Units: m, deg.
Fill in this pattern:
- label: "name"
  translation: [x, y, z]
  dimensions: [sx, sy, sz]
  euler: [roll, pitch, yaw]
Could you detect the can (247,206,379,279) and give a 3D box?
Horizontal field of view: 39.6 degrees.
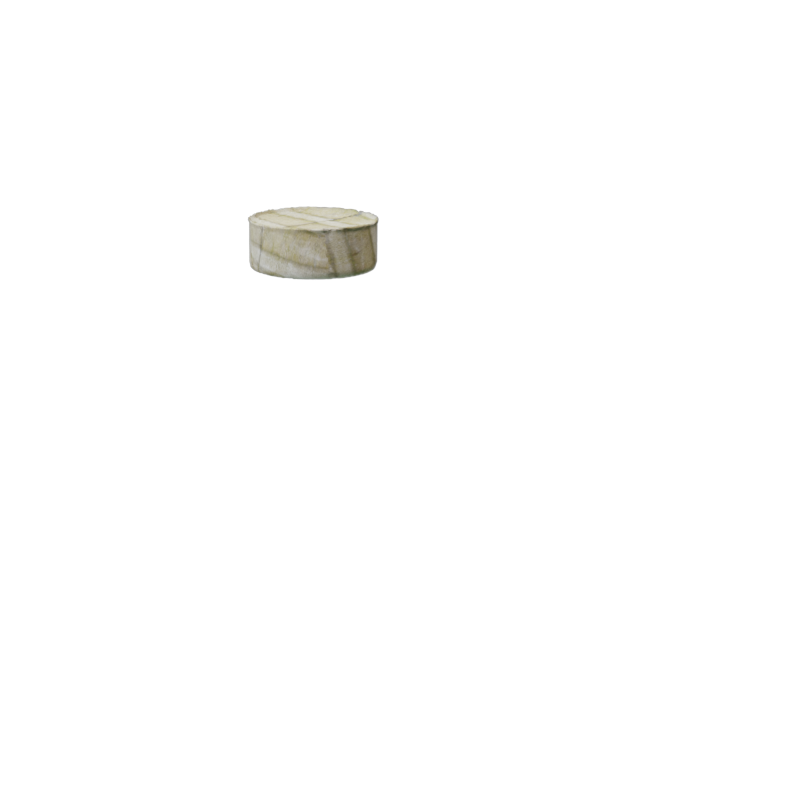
- label: "can"
  translation: [-0.057, -0.104, 0.729]
  dimensions: [0.086, 0.032, 0.089]
  euler: [-1, 18, -2]
